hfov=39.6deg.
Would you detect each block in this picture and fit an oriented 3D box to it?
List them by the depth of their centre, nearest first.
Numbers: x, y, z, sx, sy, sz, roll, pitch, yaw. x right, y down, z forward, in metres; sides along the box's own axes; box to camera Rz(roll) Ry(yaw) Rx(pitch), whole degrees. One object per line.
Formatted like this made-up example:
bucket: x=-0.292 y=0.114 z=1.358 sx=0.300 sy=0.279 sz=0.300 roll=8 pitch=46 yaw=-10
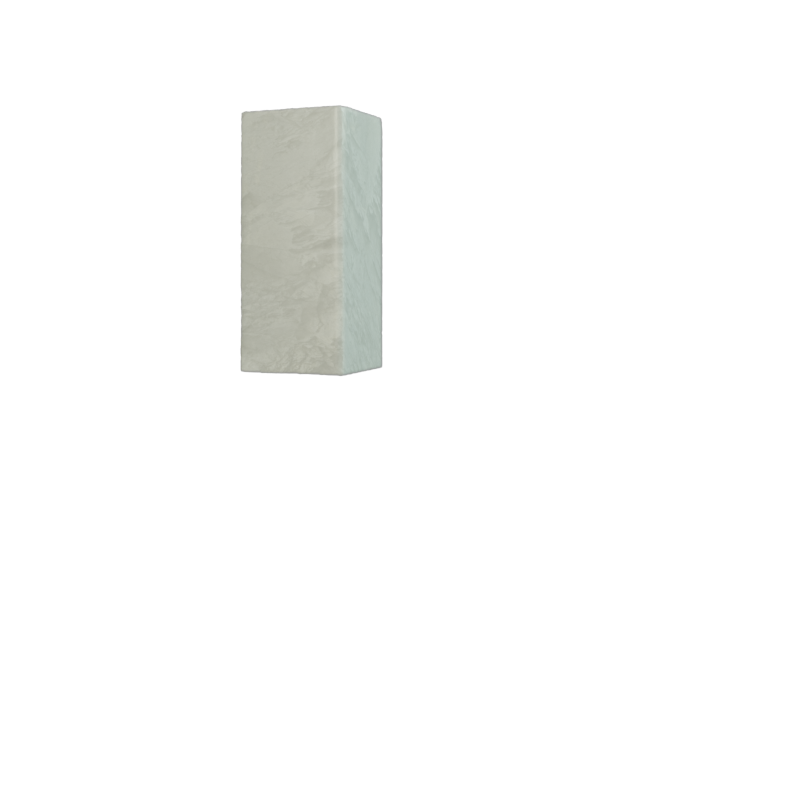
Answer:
block: x=-0.070 y=-0.128 z=0.895 sx=0.093 sy=0.207 sz=0.088 roll=0 pitch=0 yaw=22
